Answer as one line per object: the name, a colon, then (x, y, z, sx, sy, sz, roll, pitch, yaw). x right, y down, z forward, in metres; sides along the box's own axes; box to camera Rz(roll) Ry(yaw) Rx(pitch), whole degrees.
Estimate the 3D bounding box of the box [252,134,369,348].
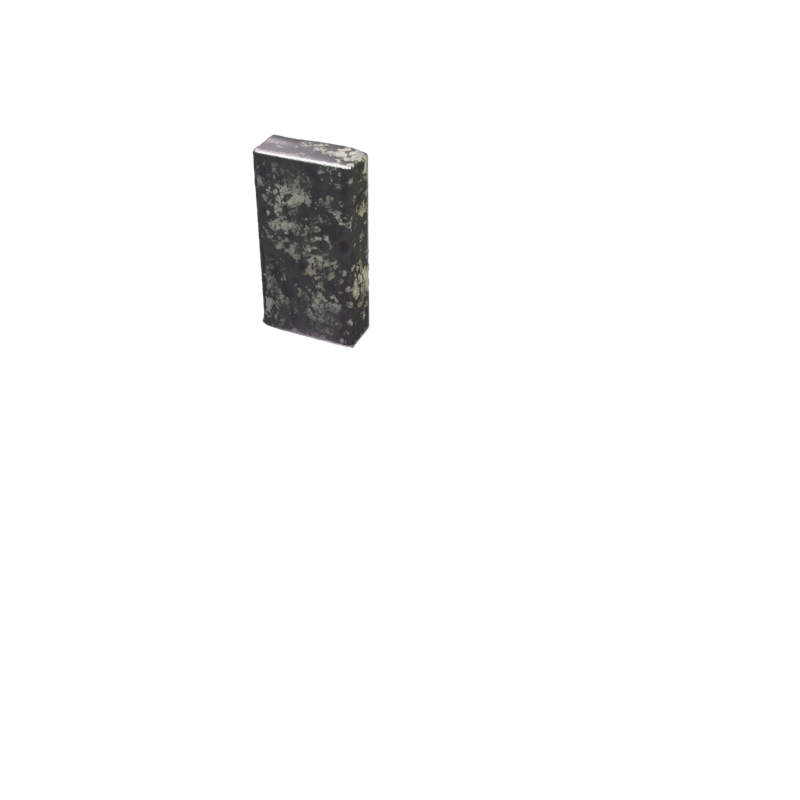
box: (-0.075, -0.137, 0.962, 0.097, 0.166, 0.049, 15, 32, 21)
